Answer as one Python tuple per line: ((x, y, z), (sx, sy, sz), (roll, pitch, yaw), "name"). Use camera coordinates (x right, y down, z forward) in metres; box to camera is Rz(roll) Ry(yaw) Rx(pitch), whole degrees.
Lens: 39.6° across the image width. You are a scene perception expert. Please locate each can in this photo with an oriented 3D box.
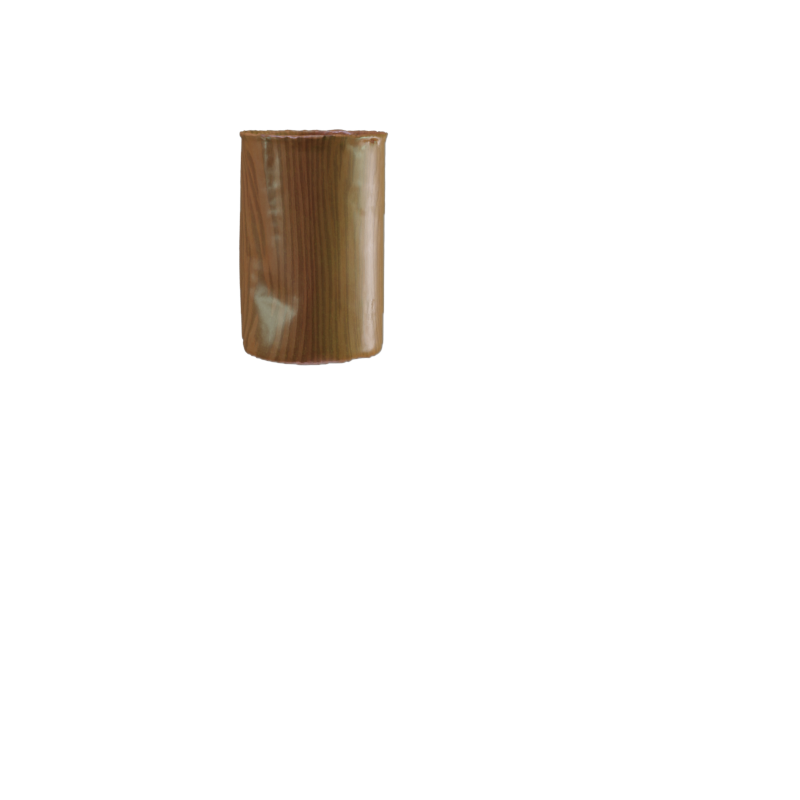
((-0.040, -0.073, 0.514), (0.068, 0.100, 0.070), (0, 10, -2), "can")
